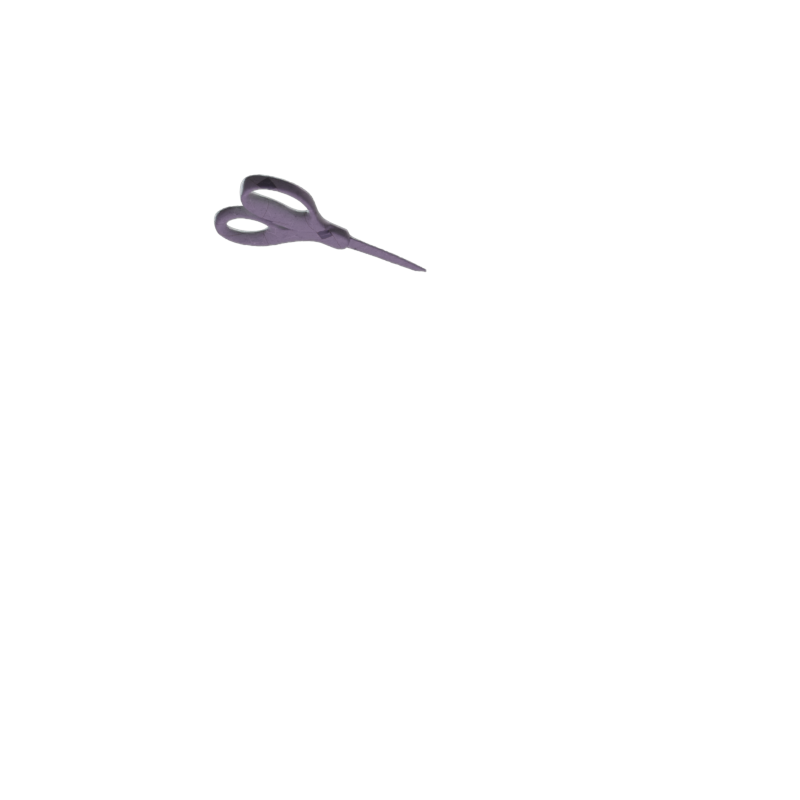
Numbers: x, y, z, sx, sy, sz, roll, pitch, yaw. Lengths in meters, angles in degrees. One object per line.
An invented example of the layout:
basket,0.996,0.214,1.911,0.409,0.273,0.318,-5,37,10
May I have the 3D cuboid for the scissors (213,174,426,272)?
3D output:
scissors,-0.073,-0.132,0.928,0.097,0.017,0.188,-18,-30,33
